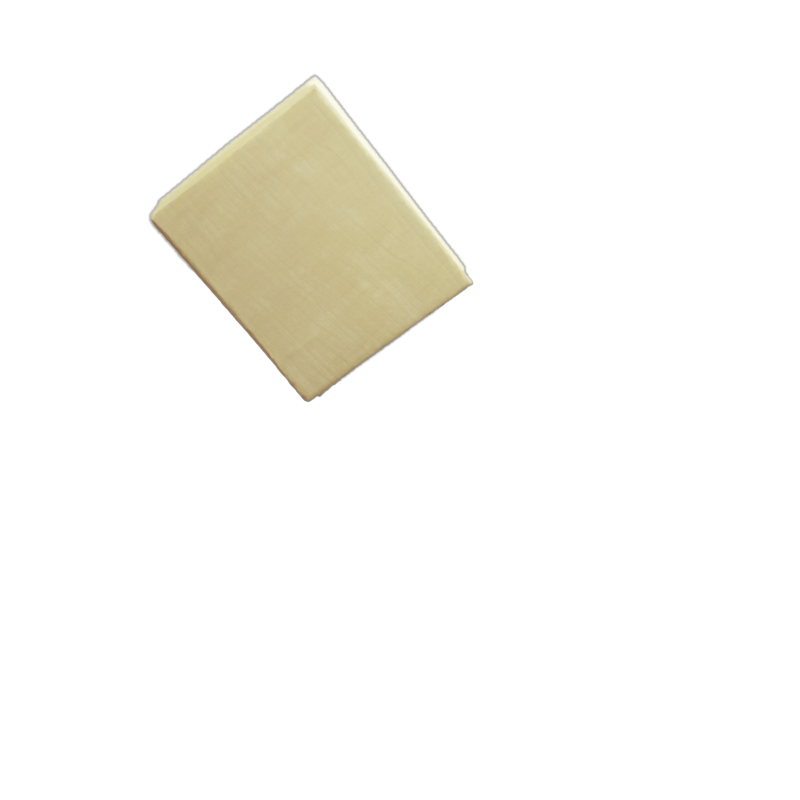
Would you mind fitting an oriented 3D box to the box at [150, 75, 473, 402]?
[{"bbox_3d":[-0.030,-0.055,0.386,0.073,0.086,0.031,-37,13,9],"label":"box"}]
